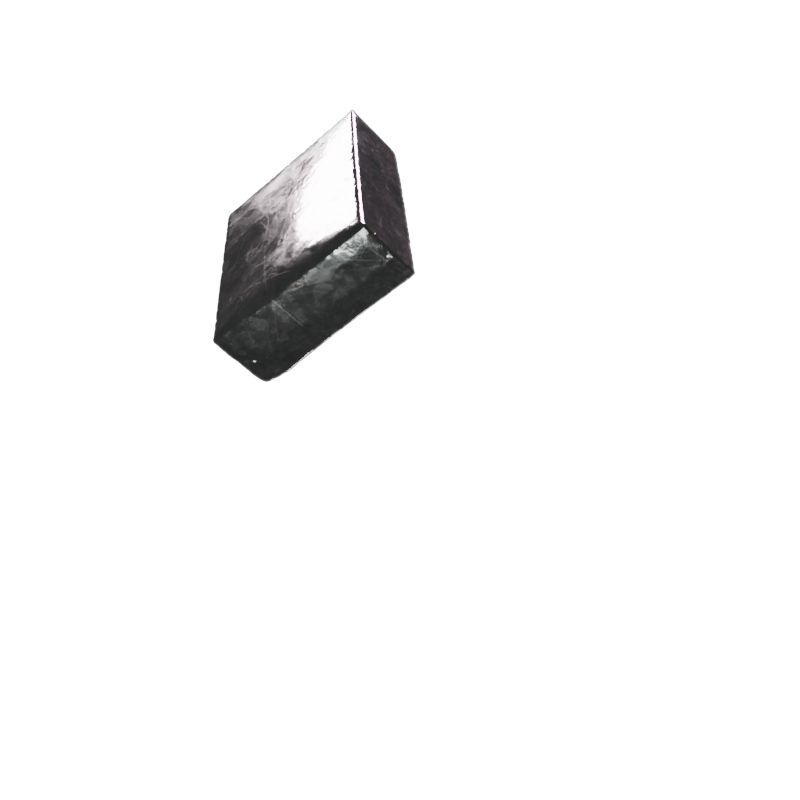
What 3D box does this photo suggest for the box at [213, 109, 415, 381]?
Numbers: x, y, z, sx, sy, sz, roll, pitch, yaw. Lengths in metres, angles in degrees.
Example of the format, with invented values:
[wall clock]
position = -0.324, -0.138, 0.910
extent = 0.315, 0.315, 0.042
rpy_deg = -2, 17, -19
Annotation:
[box]
position = -0.075, -0.137, 0.962
extent = 0.163, 0.068, 0.228
rpy_deg = -36, 30, 20
